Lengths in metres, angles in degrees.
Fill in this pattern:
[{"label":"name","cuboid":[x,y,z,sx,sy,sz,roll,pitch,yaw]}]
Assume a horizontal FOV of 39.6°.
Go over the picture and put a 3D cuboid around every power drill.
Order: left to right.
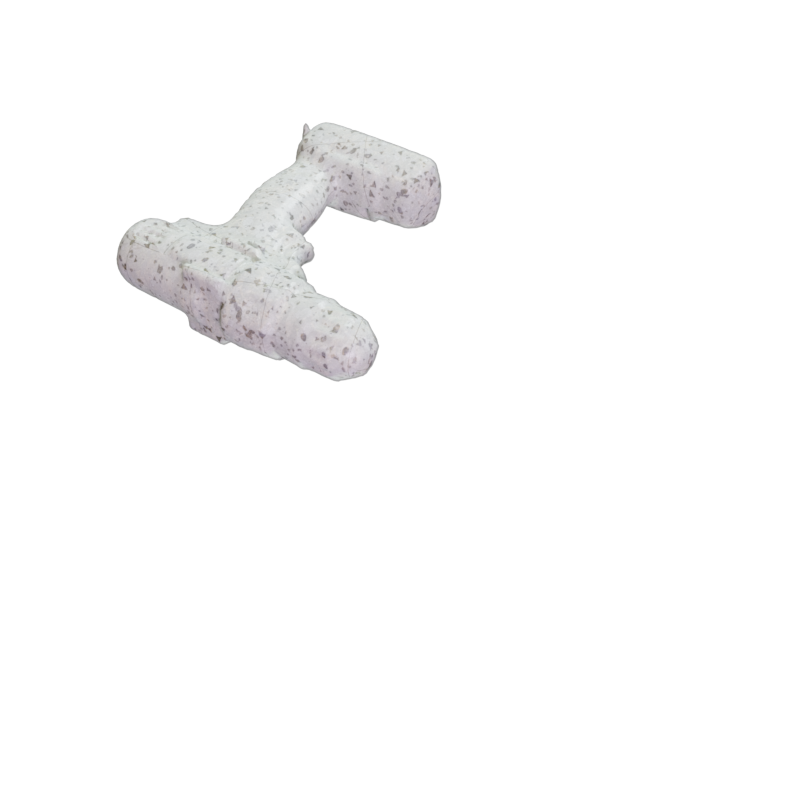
[{"label":"power drill","cuboid":[-0.054,-0.099,0.692,0.195,0.053,0.190,25,47,26]}]
